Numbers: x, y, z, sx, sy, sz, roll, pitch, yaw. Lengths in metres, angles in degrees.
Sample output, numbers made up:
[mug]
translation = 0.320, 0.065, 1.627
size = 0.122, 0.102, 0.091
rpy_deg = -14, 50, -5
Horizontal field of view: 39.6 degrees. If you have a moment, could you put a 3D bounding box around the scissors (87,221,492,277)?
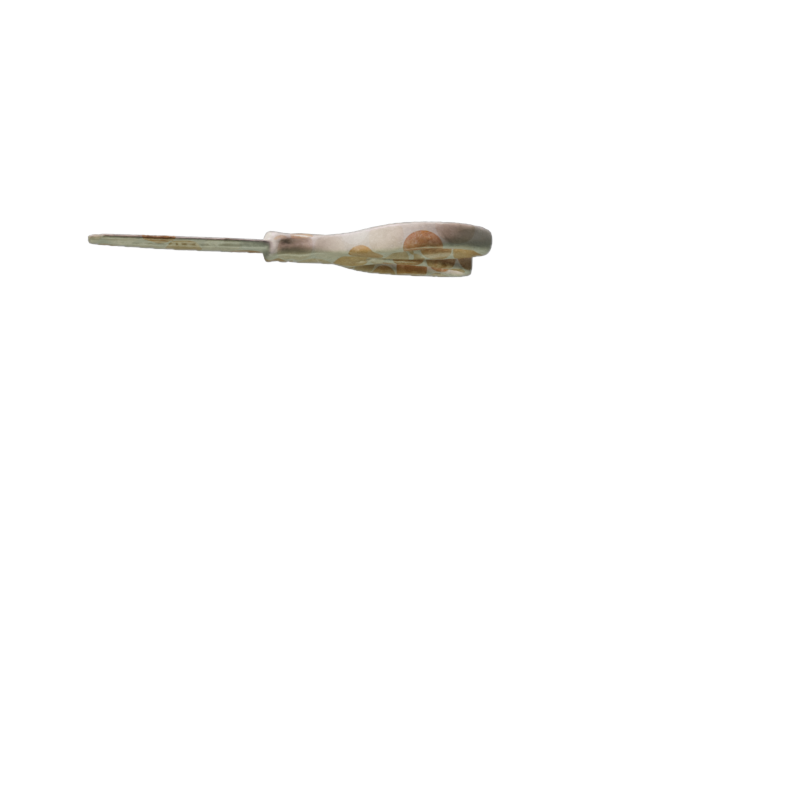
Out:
[scissors]
translation = -0.043, -0.078, 0.546
size = 0.195, 0.016, 0.098
rpy_deg = 2, -5, -27
